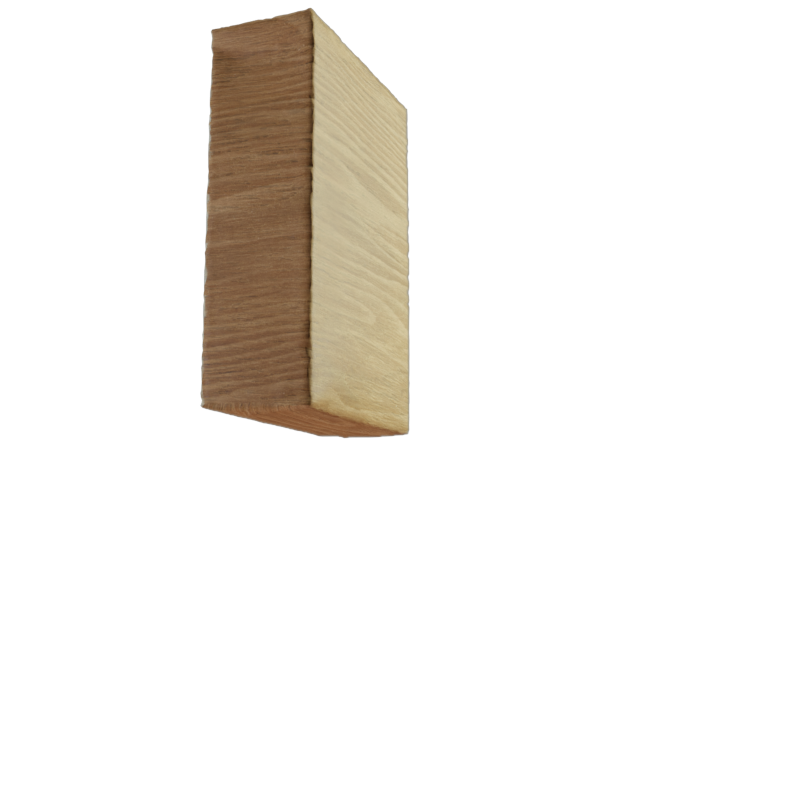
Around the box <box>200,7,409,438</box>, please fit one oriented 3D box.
[{"bbox_3d":[-0.050,-0.092,0.642,0.073,0.221,0.156,-6,-12,19],"label":"box"}]
